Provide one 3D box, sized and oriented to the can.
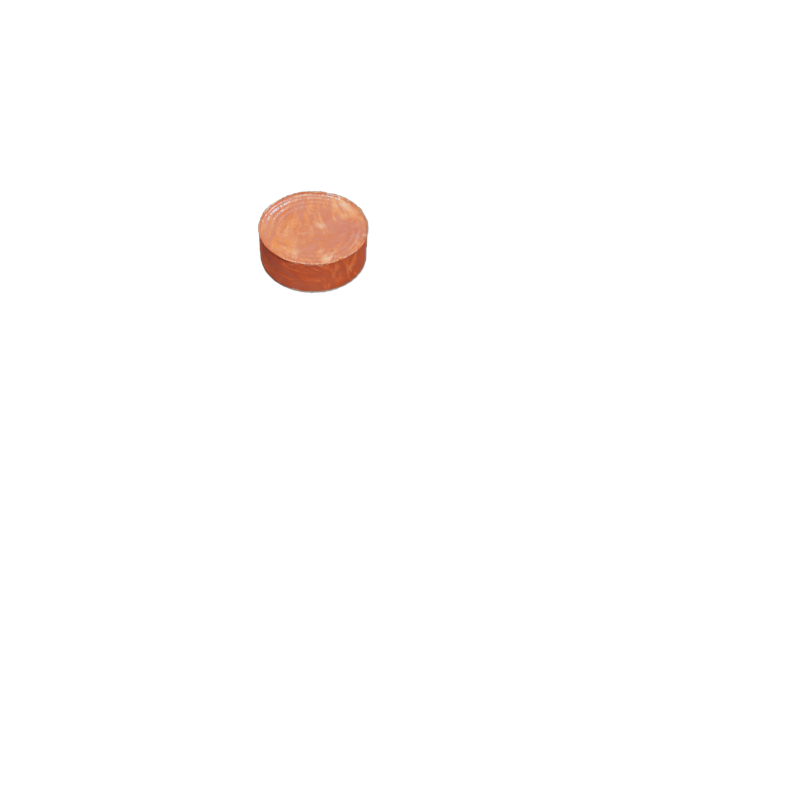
[{"bbox_3d":[-0.068,-0.124,0.868,0.086,0.092,0.031,-1,-44,-1],"label":"can"}]
